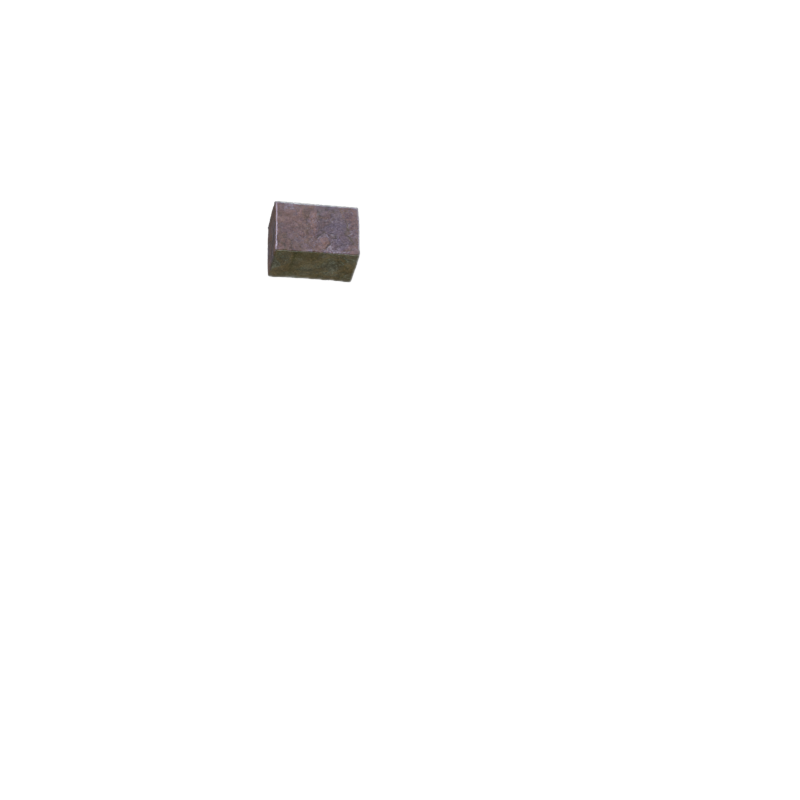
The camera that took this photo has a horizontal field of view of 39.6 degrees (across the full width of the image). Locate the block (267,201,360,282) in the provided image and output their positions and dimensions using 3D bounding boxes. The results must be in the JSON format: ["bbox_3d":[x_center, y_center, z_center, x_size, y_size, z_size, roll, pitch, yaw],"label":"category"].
[{"bbox_3d":[-0.078,-0.142,0.996,0.077,0.054,0.050,4,-27,-10],"label":"block"}]
